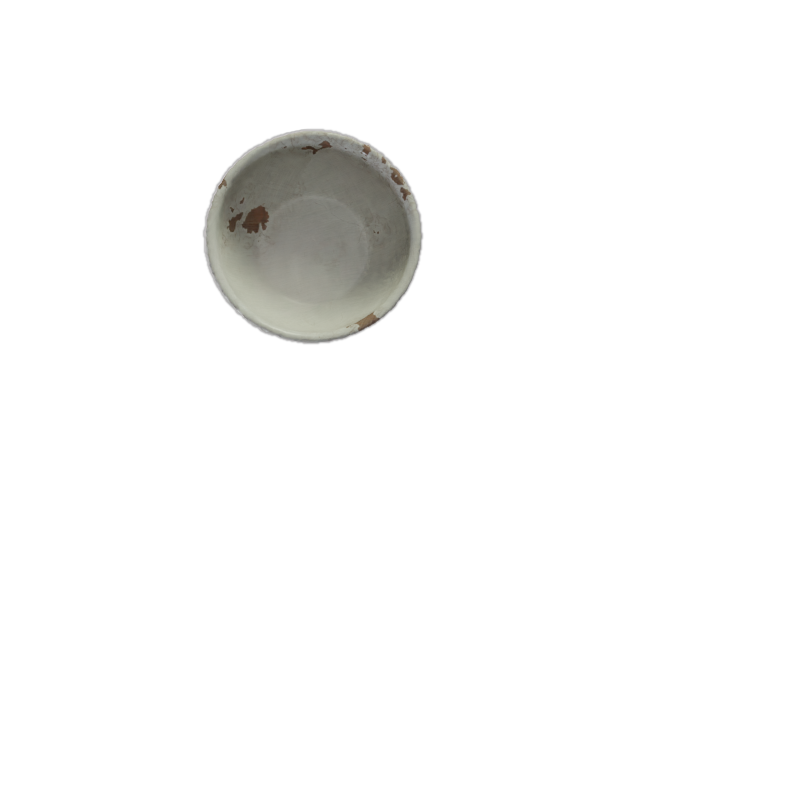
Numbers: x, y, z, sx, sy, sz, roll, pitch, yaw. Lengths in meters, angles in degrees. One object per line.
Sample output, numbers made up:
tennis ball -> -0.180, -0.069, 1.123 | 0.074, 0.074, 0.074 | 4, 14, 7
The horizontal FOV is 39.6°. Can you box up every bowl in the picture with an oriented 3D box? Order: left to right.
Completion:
bowl -> -0.066, -0.121, 0.847 | 0.162, 0.167, 0.053 | 0, -11, -1
